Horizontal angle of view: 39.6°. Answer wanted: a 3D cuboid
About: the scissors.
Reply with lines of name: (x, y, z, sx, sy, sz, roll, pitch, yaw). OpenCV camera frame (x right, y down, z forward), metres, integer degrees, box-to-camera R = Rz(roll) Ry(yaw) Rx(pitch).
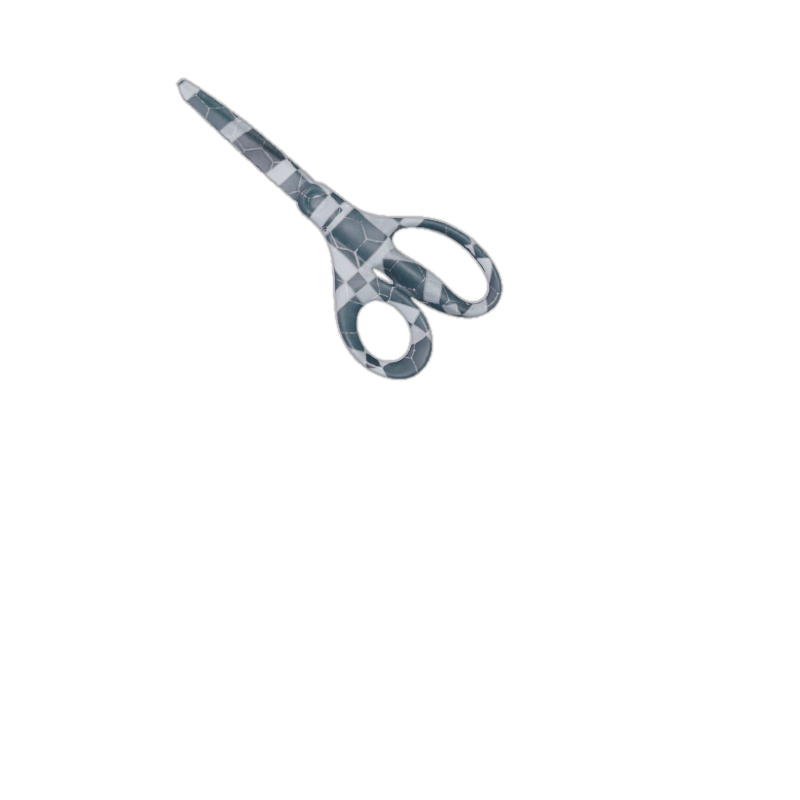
scissors: (-0.046, -0.083, 0.584, 0.202, 0.096, 0.016, 26, -2, 1)
